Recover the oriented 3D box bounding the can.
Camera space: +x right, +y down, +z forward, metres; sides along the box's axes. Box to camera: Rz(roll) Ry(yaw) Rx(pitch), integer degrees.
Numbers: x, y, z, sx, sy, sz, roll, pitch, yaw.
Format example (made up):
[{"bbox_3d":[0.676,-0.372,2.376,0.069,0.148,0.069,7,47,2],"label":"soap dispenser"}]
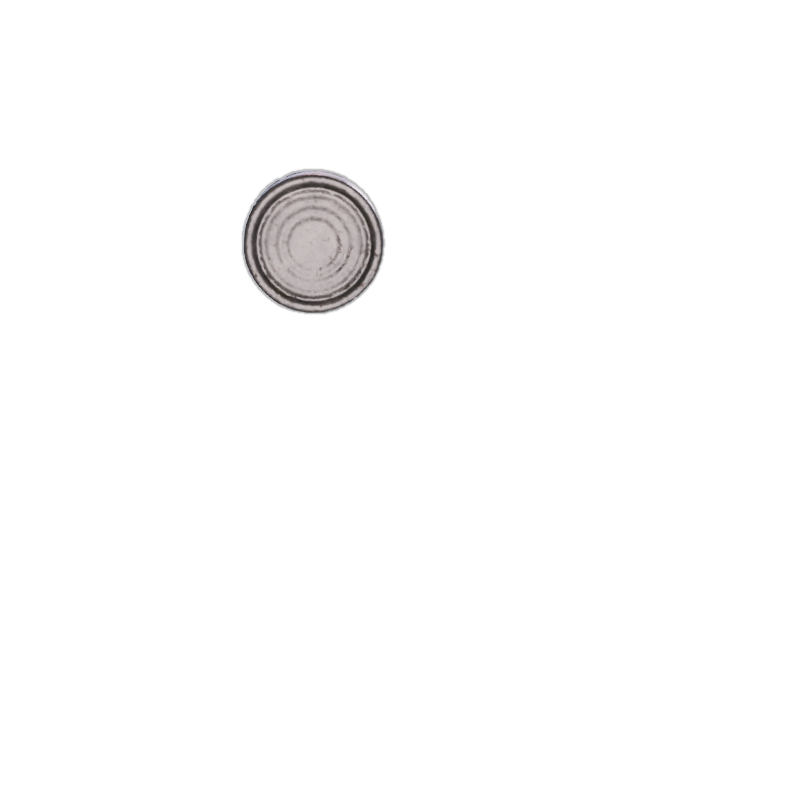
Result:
[{"bbox_3d":[-0.053,-0.096,0.672,0.086,0.085,0.034,0,7,-1],"label":"can"}]
